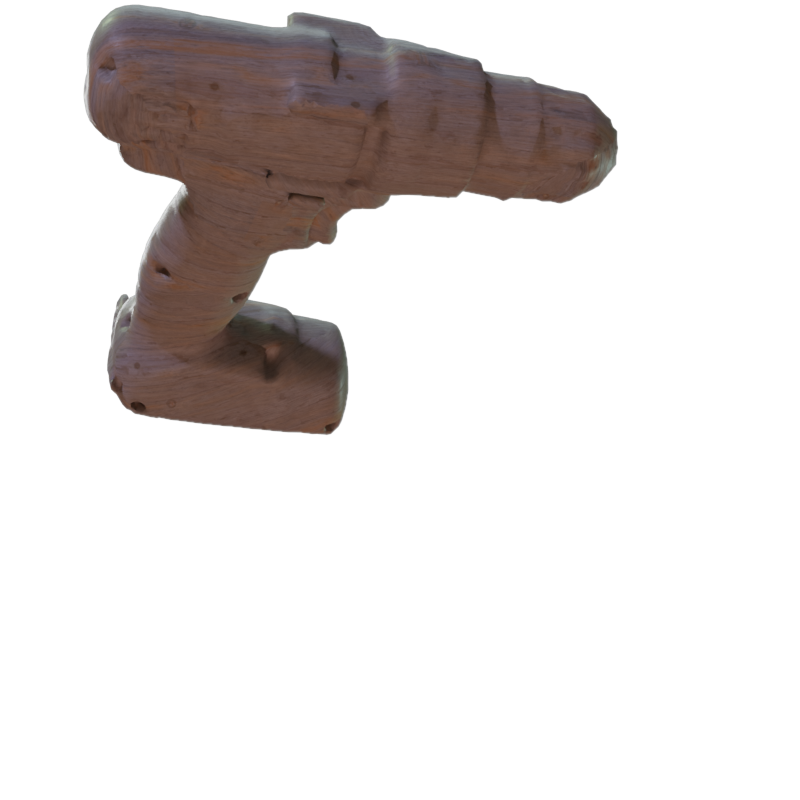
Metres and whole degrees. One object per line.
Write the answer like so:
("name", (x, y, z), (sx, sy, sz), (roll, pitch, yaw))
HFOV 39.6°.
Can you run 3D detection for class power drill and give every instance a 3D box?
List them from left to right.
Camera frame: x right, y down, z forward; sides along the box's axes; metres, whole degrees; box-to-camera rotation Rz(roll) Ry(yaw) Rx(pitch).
("power drill", (-0.033, -0.061, 0.425), (0.181, 0.062, 0.178), (10, -41, -12))
